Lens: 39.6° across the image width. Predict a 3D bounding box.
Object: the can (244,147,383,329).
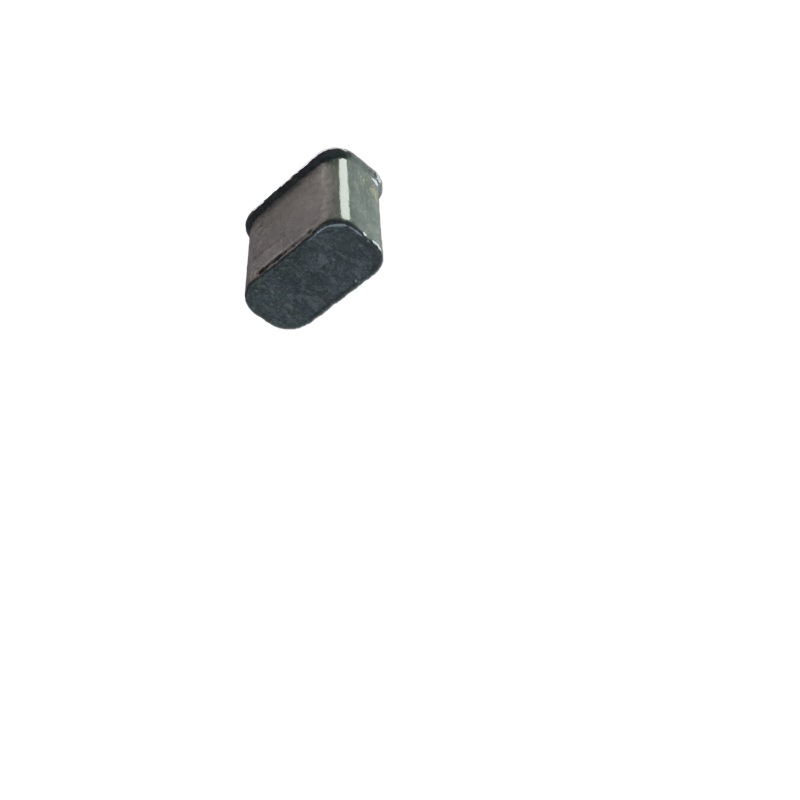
[{"bbox_3d":[-0.058,-0.106,0.744,0.101,0.090,0.054,-36,-56,26],"label":"can"}]
